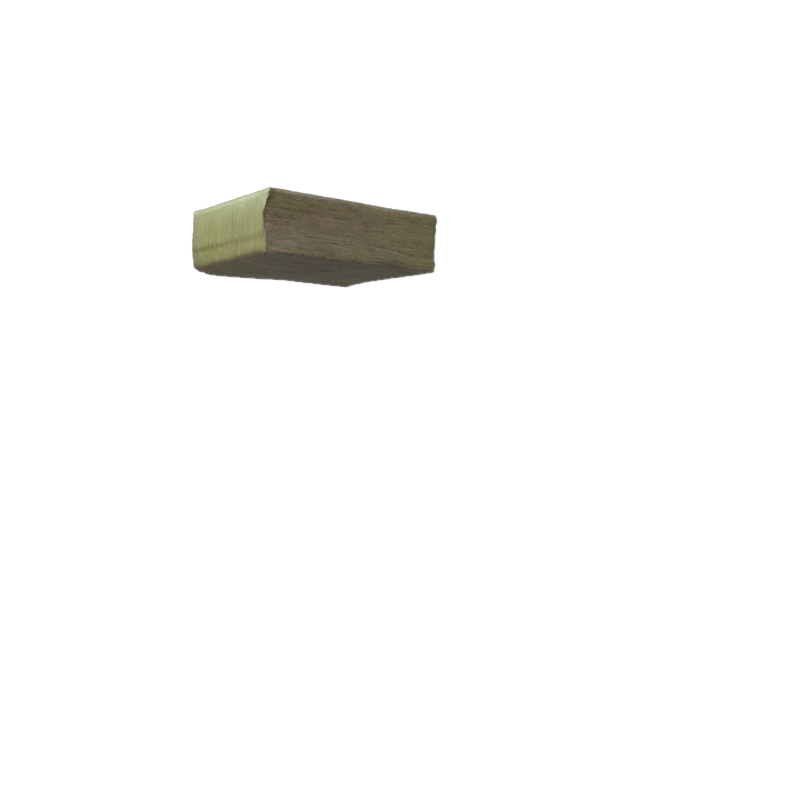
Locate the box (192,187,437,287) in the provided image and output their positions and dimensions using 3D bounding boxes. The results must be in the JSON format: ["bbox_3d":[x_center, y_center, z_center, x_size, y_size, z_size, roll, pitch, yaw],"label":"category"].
[{"bbox_3d":[-0.049,-0.090,0.631,0.109,0.039,0.092,1,-3,-34],"label":"box"}]
